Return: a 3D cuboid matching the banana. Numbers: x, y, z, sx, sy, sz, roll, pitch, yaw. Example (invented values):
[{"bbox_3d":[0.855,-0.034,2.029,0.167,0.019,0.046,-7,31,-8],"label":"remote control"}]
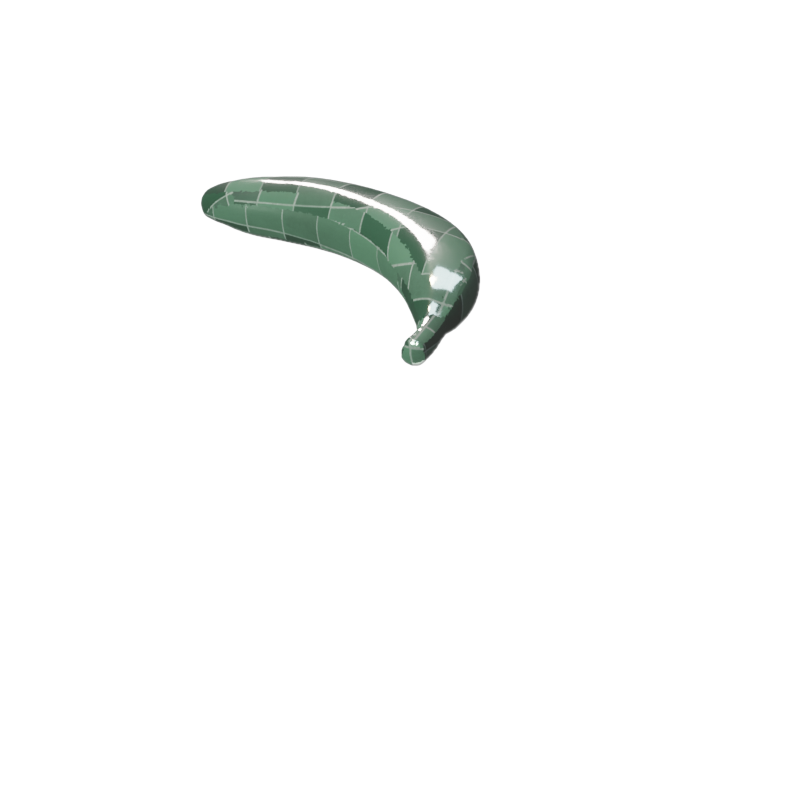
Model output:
[{"bbox_3d":[-0.023,-0.076,0.518,0.068,0.035,0.212,-15,31,-29],"label":"banana"}]
